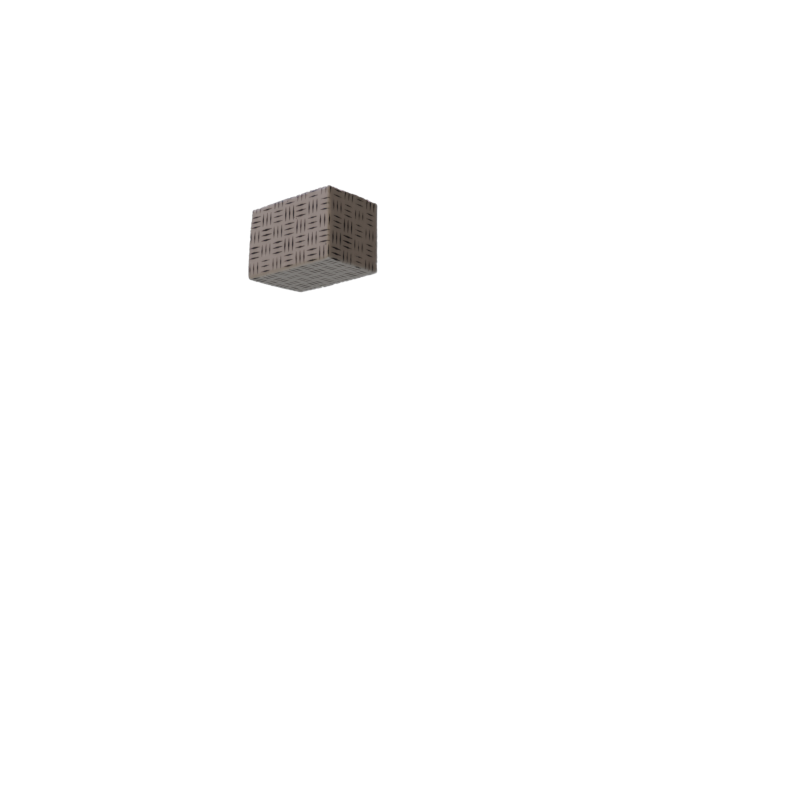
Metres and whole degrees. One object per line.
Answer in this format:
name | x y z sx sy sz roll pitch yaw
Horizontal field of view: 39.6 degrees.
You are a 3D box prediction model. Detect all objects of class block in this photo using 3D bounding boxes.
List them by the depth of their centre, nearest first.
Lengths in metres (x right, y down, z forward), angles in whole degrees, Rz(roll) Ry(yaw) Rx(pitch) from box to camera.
block | -0.060 -0.110 0.772 0.080 0.053 0.050 -11 -17 40
